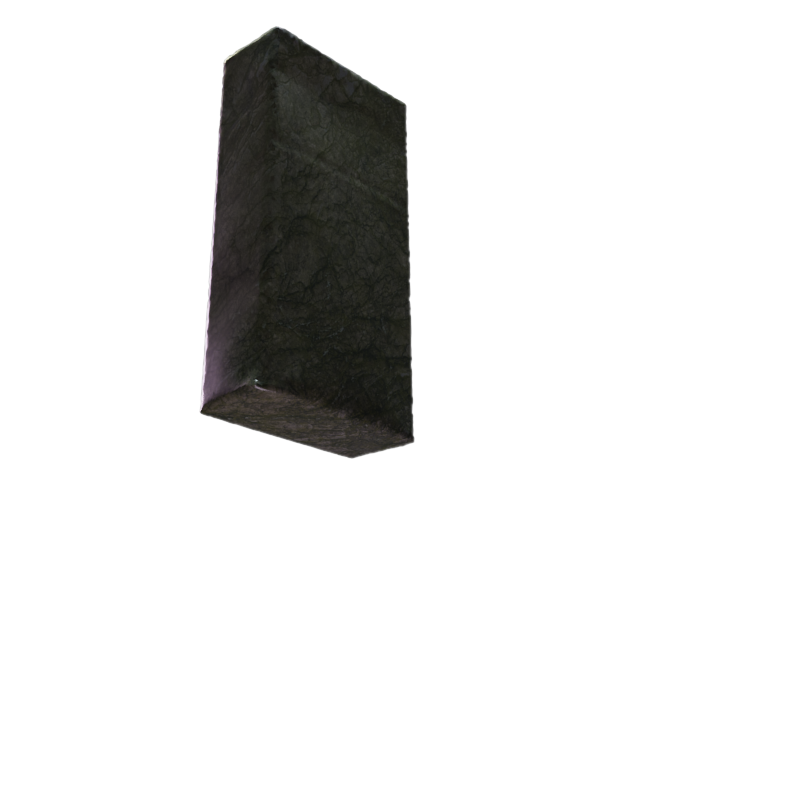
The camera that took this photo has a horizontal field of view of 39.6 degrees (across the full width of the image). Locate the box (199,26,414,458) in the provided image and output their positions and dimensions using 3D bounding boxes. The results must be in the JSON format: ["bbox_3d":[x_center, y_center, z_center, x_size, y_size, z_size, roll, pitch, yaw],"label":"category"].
[{"bbox_3d":[-0.039,-0.072,0.503,0.048,0.187,0.087,-25,-34,38],"label":"box"}]
